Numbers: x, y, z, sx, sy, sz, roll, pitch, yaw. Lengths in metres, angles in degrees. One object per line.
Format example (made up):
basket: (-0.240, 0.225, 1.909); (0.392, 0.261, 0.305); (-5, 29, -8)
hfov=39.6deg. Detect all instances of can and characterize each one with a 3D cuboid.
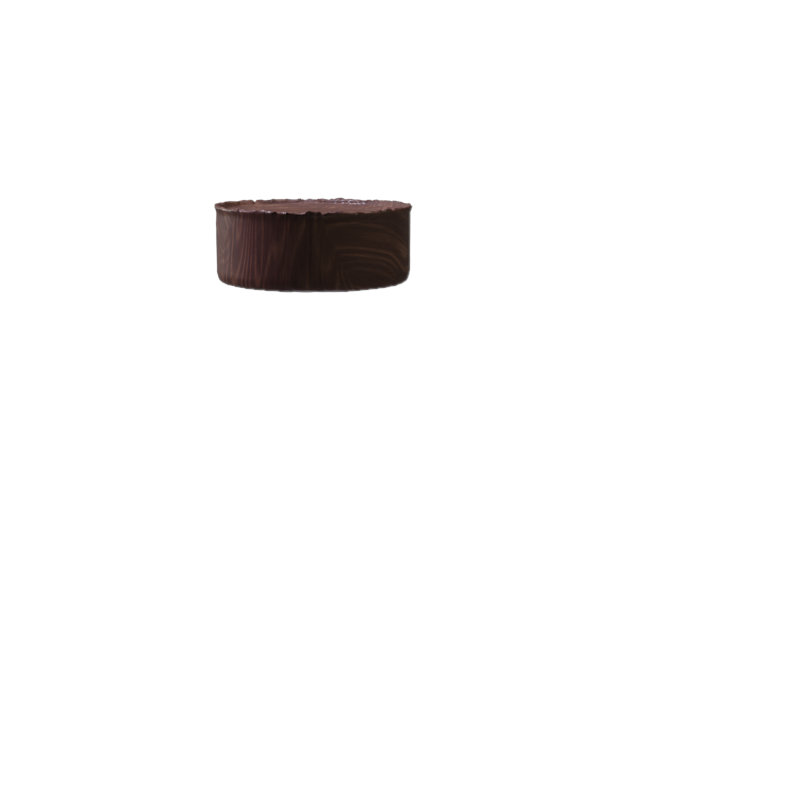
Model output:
can: (-0.038, -0.069, 0.483); (0.086, 0.033, 0.088); (0, 13, -2)
